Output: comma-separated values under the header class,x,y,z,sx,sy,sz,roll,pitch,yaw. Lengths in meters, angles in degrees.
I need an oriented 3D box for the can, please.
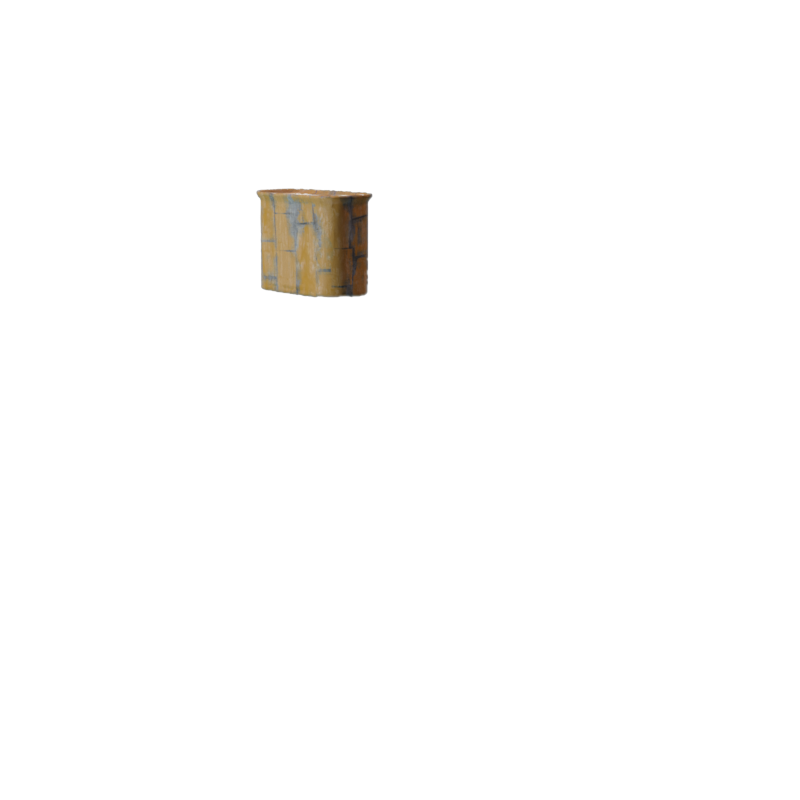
class,x,y,z,sx,sy,sz,roll,pitch,yaw
can,-0.072,-0.132,0.924,0.107,0.082,0.056,10,13,42
